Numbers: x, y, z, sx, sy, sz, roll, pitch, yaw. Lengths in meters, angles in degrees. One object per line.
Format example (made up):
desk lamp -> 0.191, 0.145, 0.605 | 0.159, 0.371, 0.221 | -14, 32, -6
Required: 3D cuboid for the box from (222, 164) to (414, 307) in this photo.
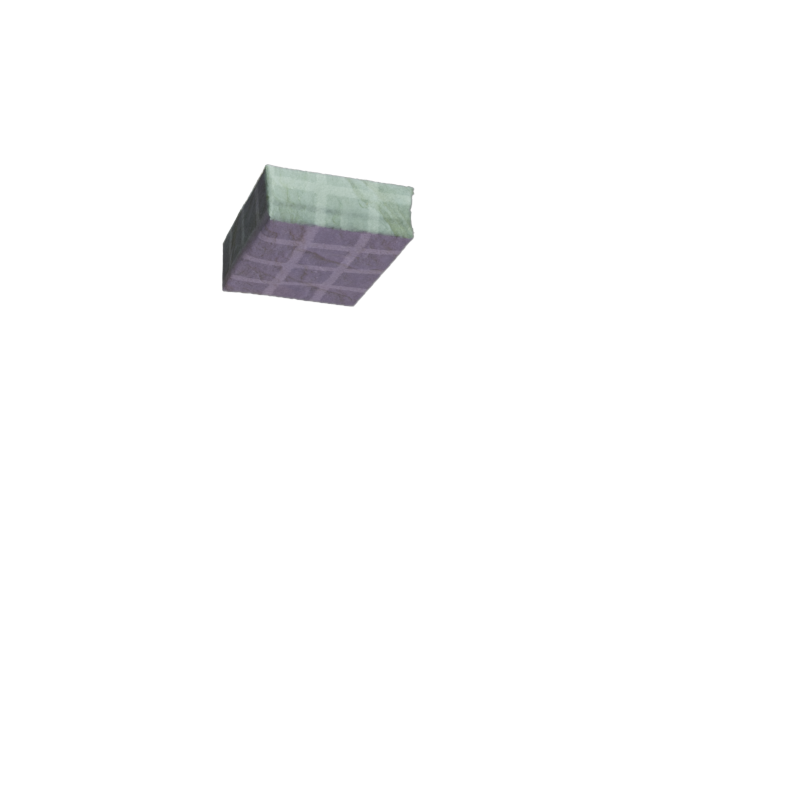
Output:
box -> -0.052, -0.095, 0.667 | 0.087, 0.041, 0.111 | 6, -18, -19
